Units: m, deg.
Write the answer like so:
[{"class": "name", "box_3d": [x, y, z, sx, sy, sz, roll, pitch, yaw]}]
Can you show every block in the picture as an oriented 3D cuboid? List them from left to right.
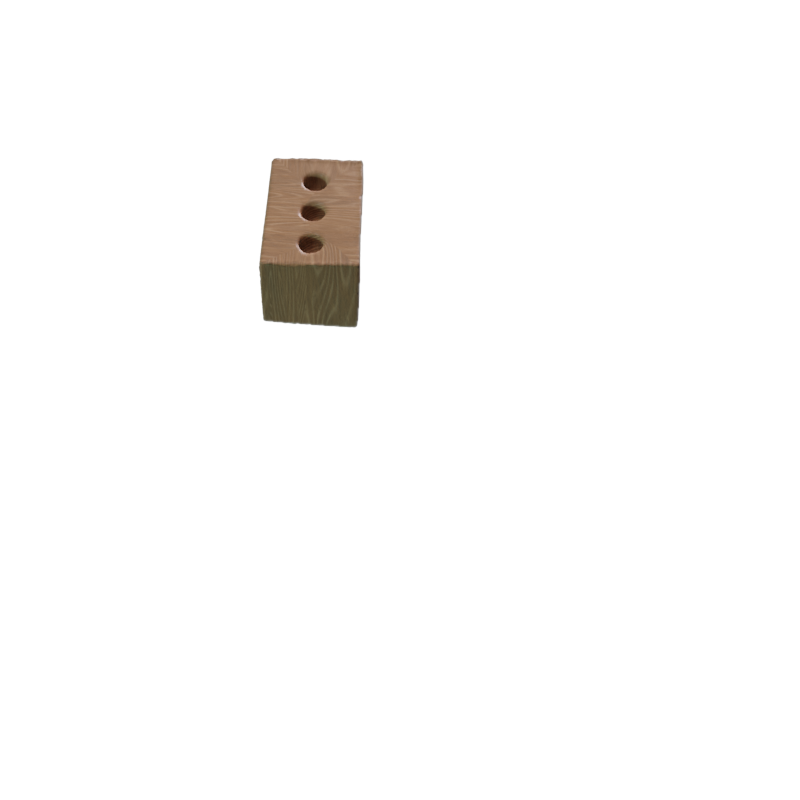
[{"class": "block", "box_3d": [-0.047, -0.086, 0.605, 0.053, 0.083, 0.048, 1, -37, -1]}]
